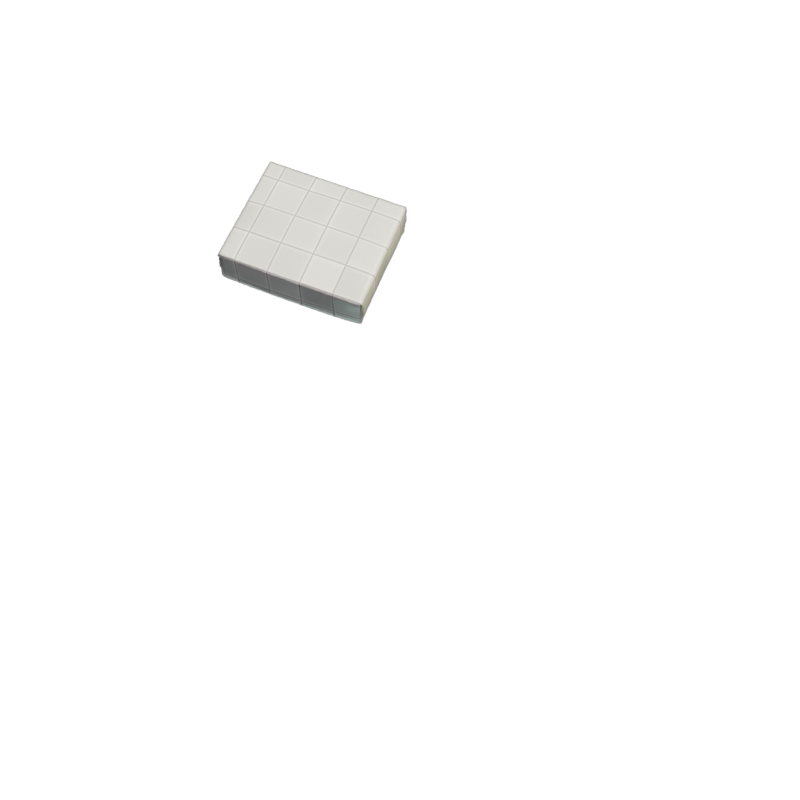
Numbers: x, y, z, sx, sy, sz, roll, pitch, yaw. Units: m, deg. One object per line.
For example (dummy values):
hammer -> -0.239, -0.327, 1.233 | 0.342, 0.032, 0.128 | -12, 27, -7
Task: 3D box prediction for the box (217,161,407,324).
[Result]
box -> -0.063, -0.115, 0.805 | 0.116, 0.093, 0.037 | 20, -27, 10
